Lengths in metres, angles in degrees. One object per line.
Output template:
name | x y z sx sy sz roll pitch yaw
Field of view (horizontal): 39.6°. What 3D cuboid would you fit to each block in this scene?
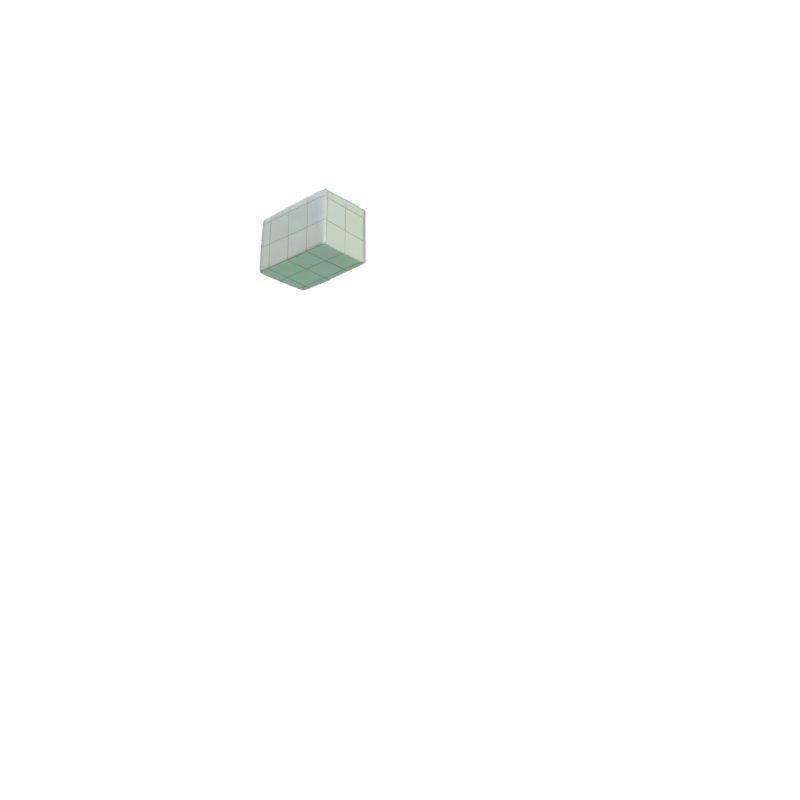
block | -0.073 -0.134 0.938 0.079 0.054 0.049 -21 -31 37
